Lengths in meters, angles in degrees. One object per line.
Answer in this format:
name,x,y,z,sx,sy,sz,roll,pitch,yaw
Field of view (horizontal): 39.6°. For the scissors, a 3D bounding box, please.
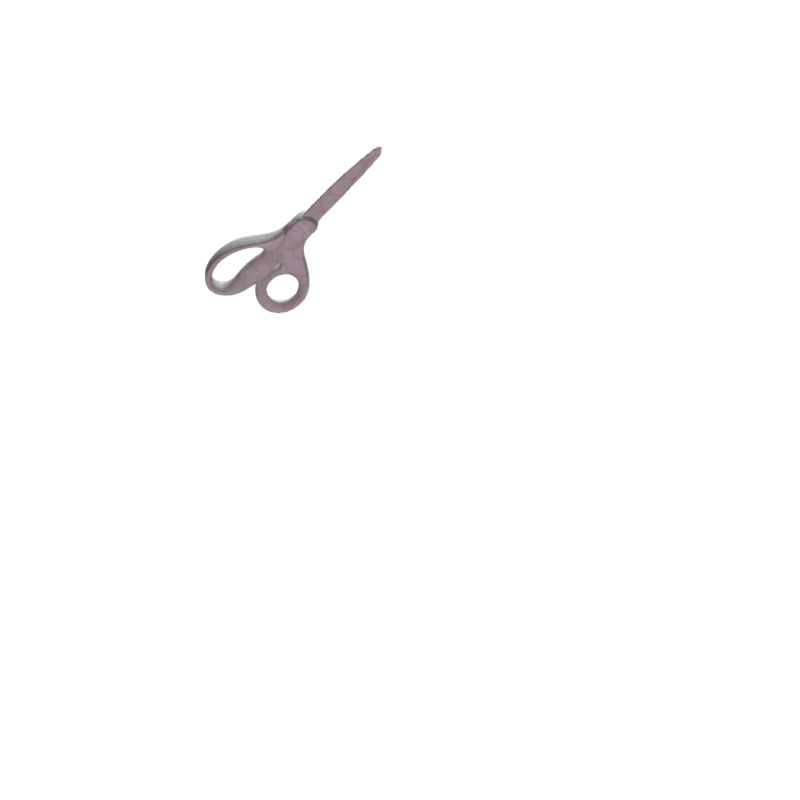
scissors,-0.071,-0.129,0.905,0.202,0.017,0.089,-26,-48,26
